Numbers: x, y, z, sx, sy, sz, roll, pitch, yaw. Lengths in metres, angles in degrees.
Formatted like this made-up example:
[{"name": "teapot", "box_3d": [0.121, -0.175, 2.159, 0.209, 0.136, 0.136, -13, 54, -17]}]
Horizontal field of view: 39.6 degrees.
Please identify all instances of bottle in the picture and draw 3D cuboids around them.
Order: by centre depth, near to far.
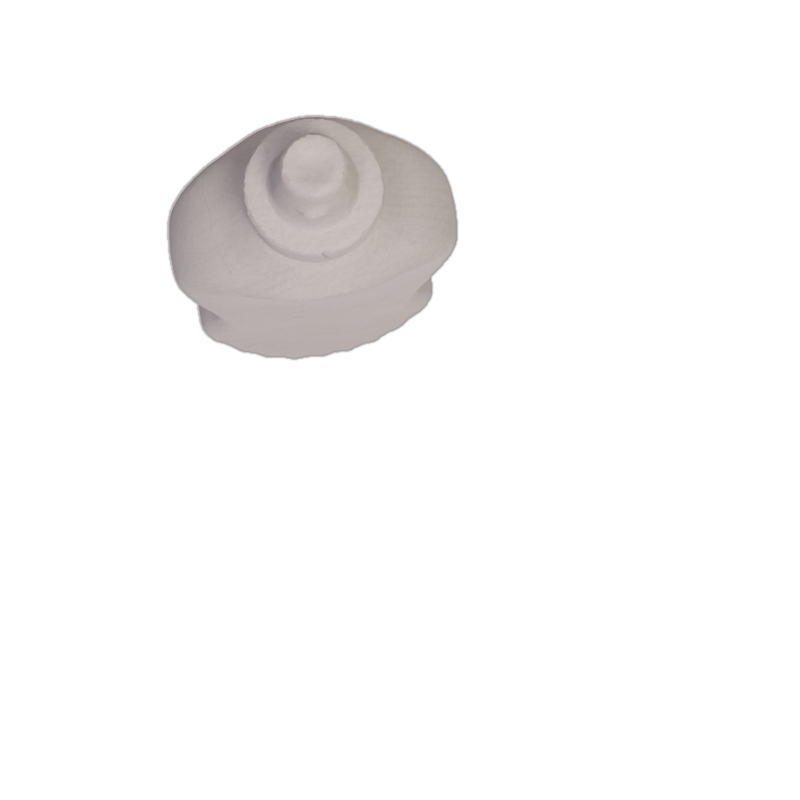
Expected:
[{"name": "bottle", "box_3d": [-0.030, -0.055, 0.387, 0.096, 0.060, 0.188, -6, -5, -4]}]
